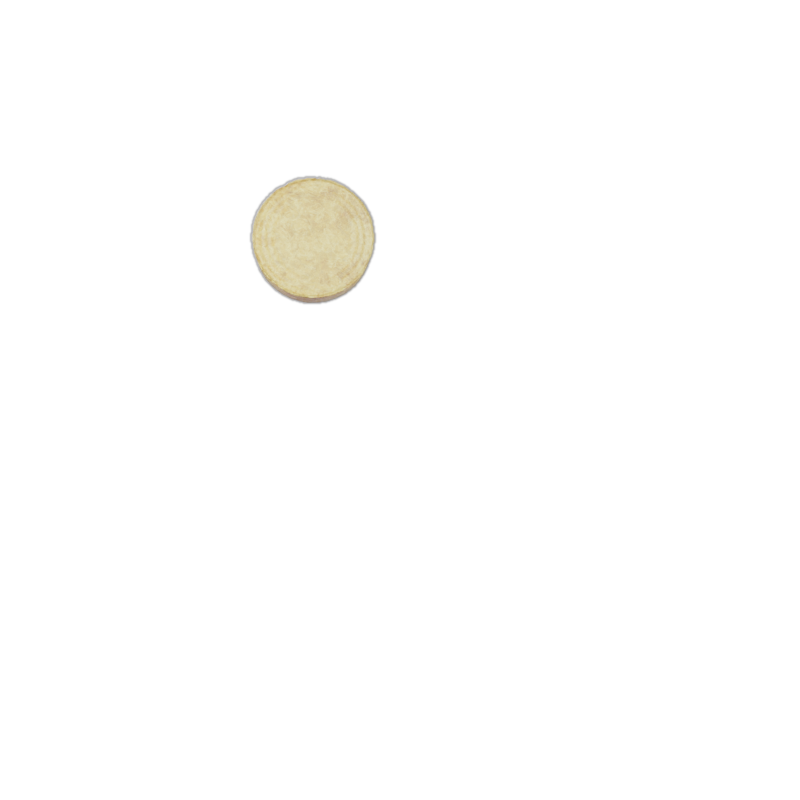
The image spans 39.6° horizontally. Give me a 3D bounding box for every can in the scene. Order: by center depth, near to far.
[{"bbox_3d":[-0.061,-0.112,0.783,0.086,0.088,0.033,0,-11,-1],"label":"can"}]
